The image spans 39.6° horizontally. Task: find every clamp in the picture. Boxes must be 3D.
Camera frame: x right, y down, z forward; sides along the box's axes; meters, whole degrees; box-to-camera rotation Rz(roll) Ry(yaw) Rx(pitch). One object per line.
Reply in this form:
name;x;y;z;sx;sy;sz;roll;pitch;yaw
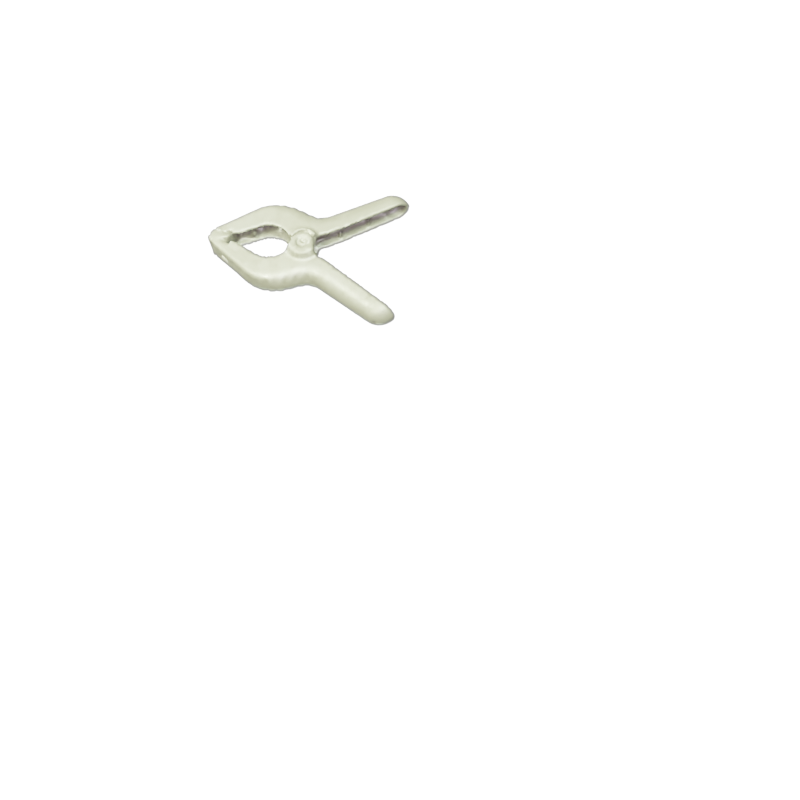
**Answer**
clamp;-0.074;-0.135;0.948;0.175;0.126;0.037;15;-31;9
